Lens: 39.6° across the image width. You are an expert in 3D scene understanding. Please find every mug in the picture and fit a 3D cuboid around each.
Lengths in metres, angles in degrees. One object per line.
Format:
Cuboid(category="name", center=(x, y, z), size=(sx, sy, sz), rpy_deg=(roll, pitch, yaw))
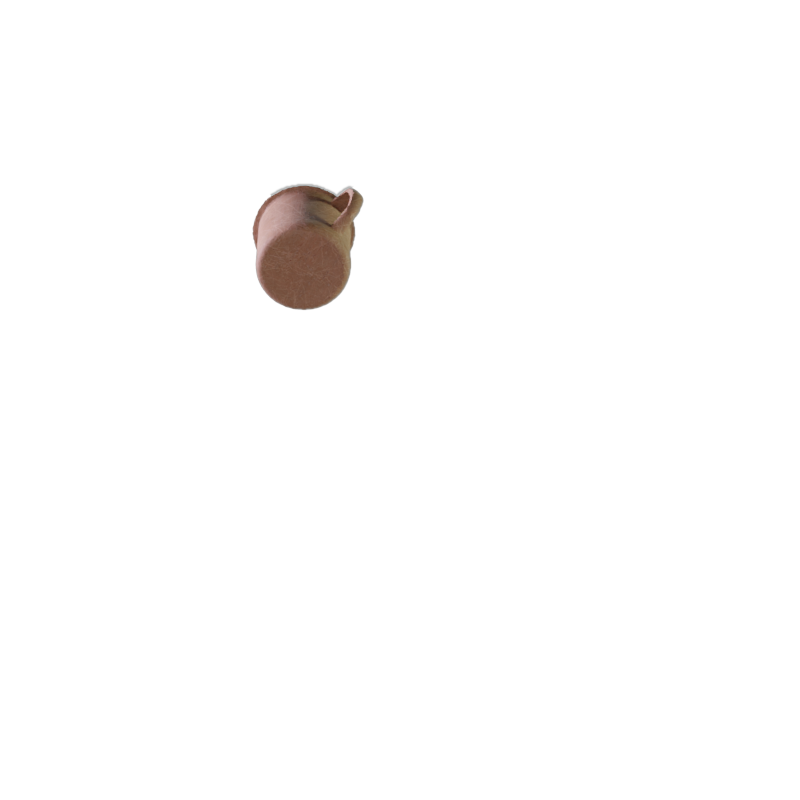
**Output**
Cuboid(category="mug", center=(-0.076, -0.138, 0.968), size=(0.116, 0.089, 0.086), rpy_deg=(-40, 22, 17))
